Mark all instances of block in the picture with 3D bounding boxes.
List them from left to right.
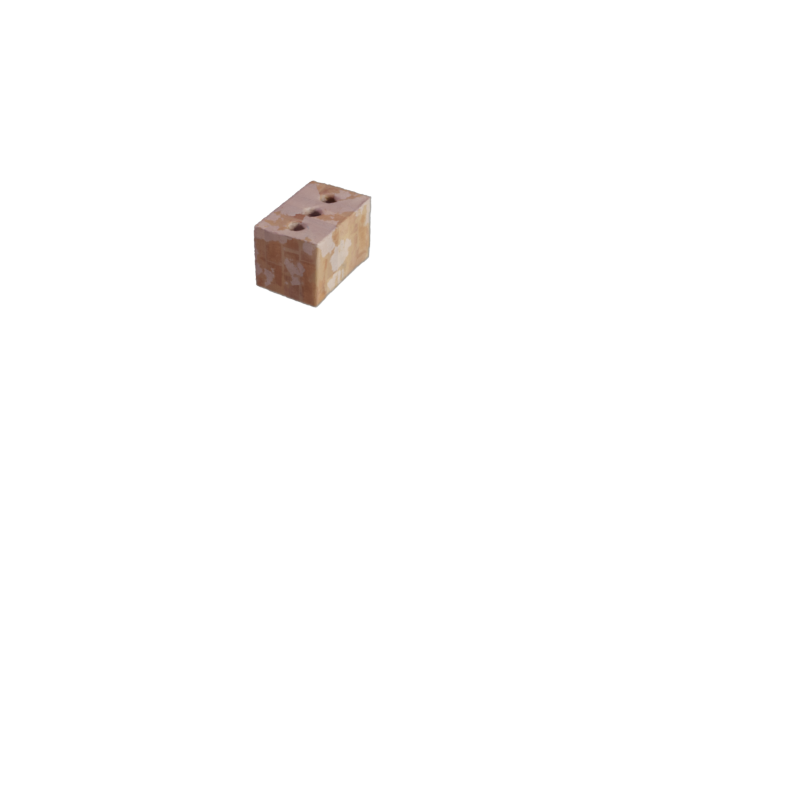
[{"bbox_3d":[-0.061,-0.112,0.783,0.055,0.048,0.080,18,40,21],"label":"block"}]
